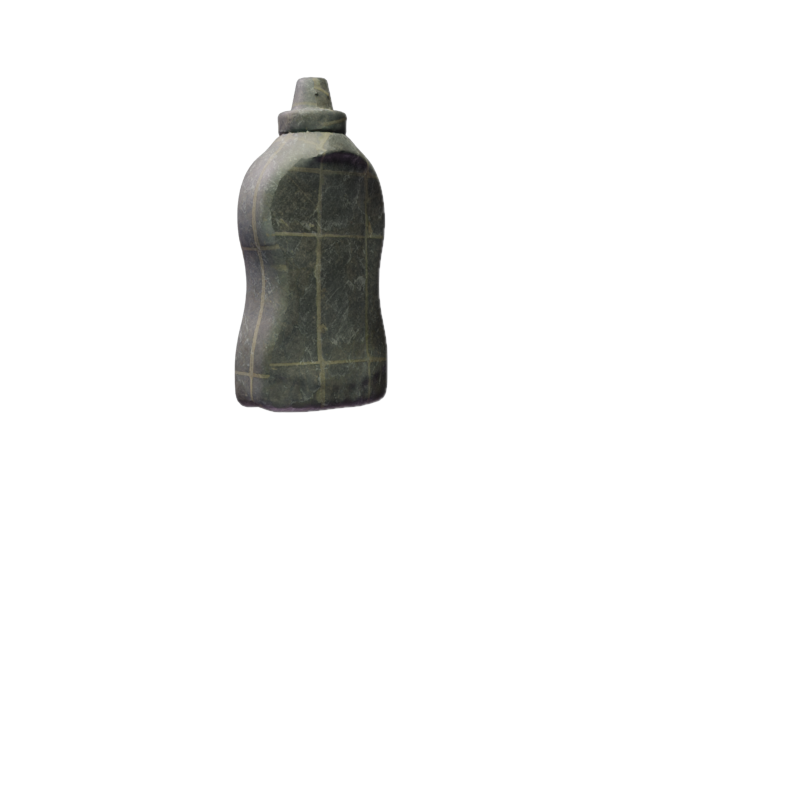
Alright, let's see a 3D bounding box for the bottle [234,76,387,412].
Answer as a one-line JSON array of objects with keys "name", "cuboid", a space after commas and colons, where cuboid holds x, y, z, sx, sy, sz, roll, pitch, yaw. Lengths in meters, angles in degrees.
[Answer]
[{"name": "bottle", "cuboid": [-0.051, -0.093, 0.651, 0.092, 0.192, 0.061, -1, 0, -40]}]
